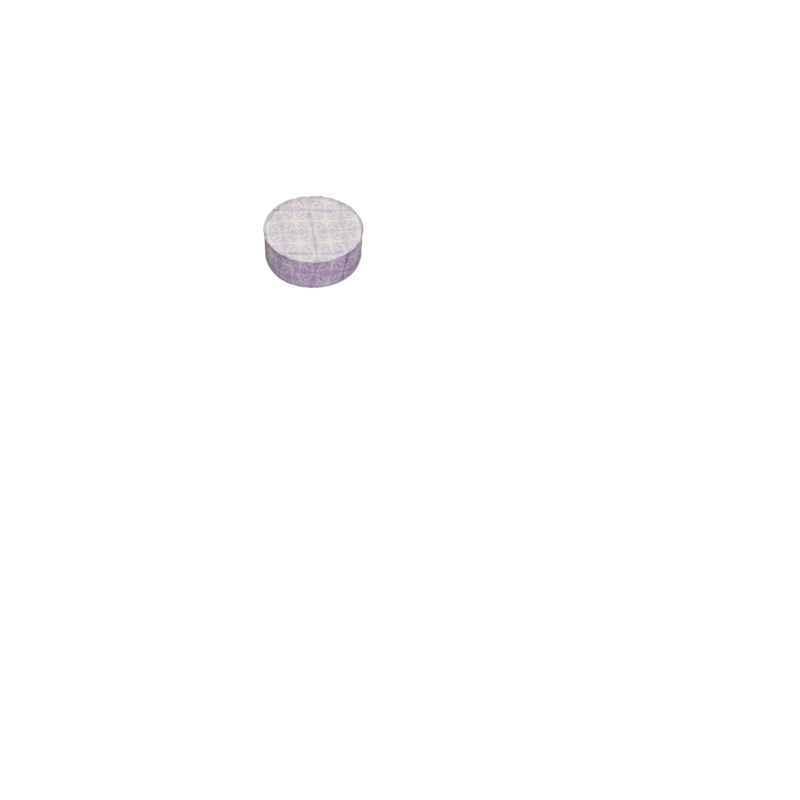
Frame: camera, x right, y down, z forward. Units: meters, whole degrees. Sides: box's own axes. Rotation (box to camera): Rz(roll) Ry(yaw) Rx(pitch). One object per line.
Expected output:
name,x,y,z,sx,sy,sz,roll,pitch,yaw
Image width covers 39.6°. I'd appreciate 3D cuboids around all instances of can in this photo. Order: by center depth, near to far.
can,-0.075,-0.137,0.959,0.086,0.092,0.031,-1,-44,-1
